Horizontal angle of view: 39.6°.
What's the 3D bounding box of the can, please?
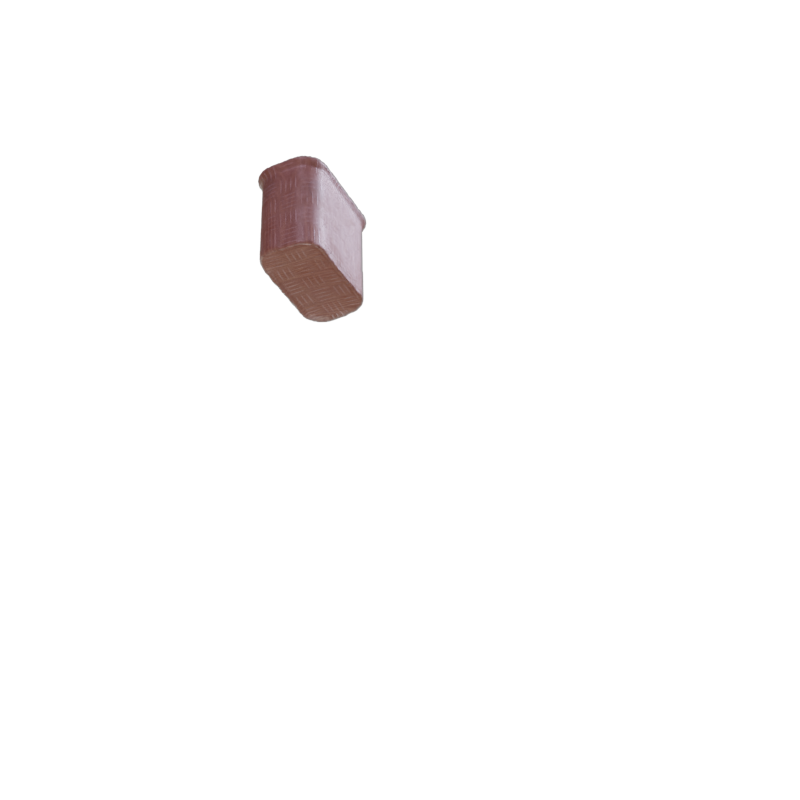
[{"bbox_3d":[-0.066,-0.121,0.848,0.058,0.090,0.094,-18,-39,20],"label":"can"}]
